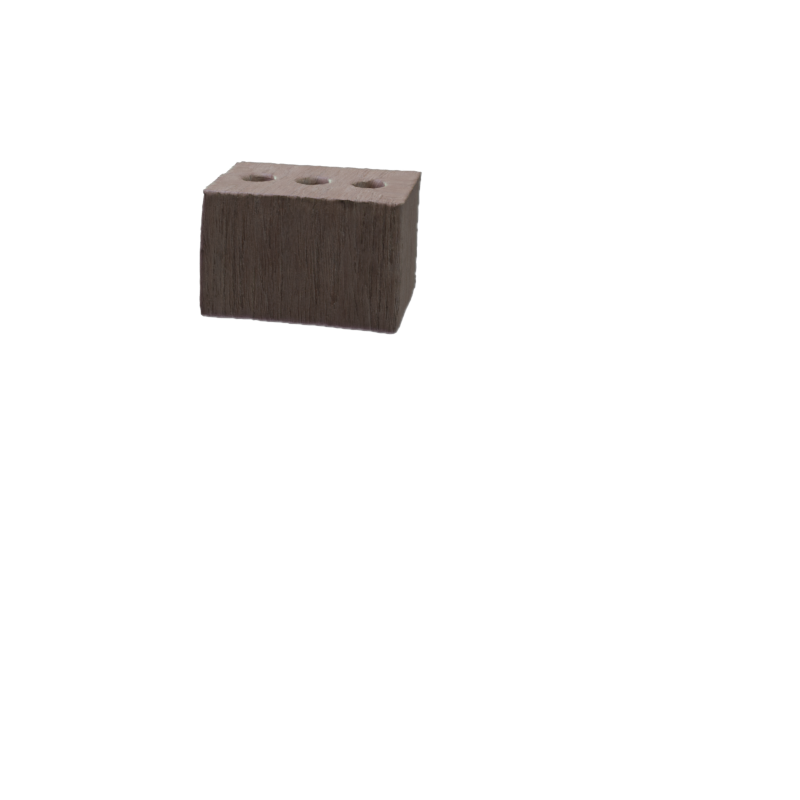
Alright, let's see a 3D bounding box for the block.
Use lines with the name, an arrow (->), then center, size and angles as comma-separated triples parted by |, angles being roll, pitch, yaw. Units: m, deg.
block -> -0.034, -0.062, 0.432 | 0.079, 0.049, 0.054 | 5, 23, 10
